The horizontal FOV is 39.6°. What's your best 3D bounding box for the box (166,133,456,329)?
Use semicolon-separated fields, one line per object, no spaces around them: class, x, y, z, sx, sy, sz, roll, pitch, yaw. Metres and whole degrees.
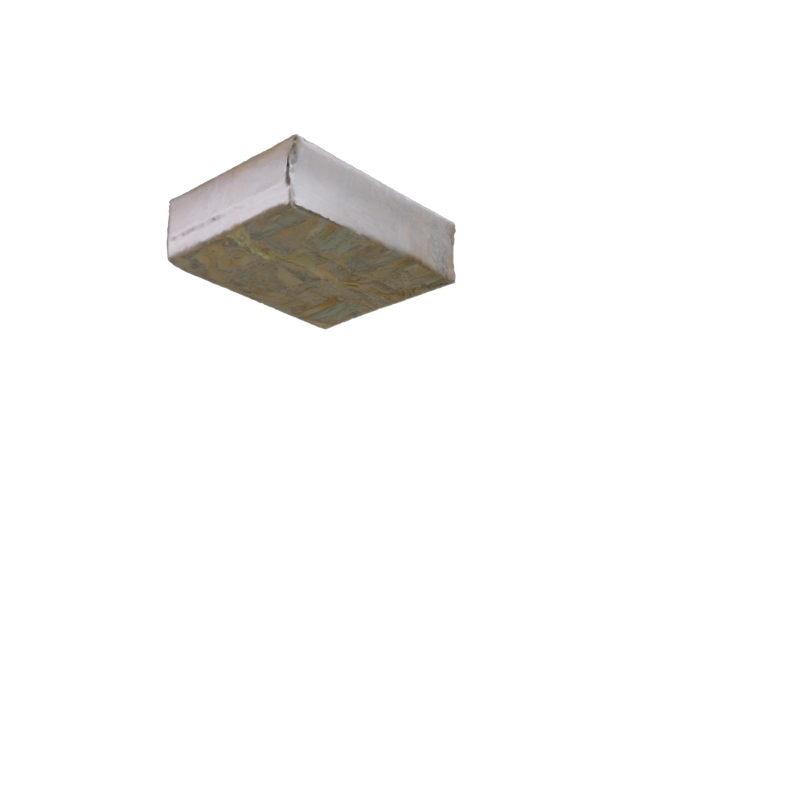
box;-0.042;-0.076;0.532;0.091;0.041;0.107;-19;-27;40
